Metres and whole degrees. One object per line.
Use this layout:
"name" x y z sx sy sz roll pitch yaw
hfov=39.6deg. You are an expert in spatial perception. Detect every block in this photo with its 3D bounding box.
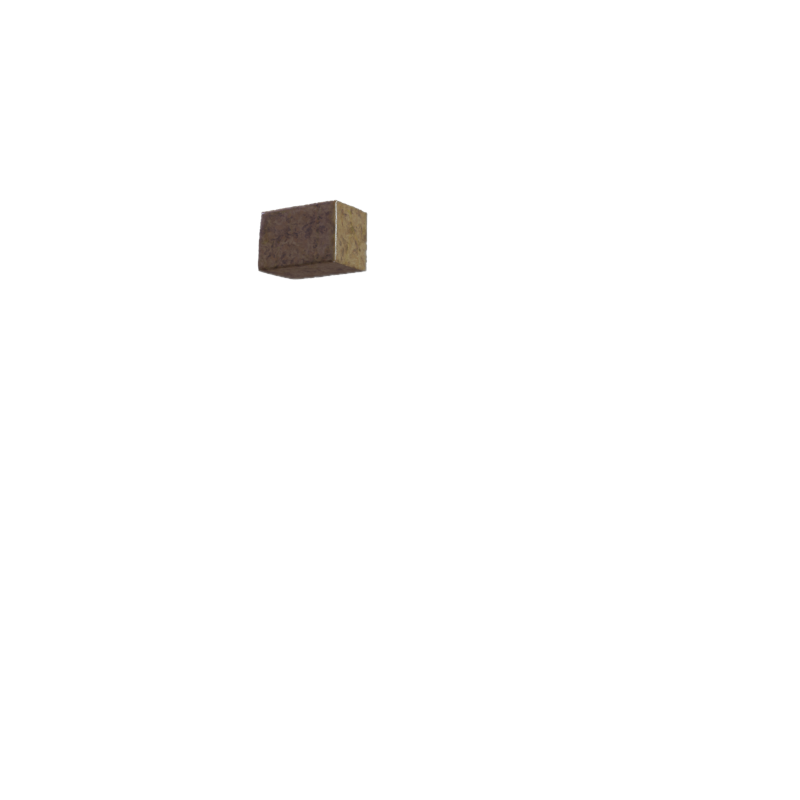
"block" -0.073 -0.132 0.927 0.080 0.053 0.050 -4 -9 31
